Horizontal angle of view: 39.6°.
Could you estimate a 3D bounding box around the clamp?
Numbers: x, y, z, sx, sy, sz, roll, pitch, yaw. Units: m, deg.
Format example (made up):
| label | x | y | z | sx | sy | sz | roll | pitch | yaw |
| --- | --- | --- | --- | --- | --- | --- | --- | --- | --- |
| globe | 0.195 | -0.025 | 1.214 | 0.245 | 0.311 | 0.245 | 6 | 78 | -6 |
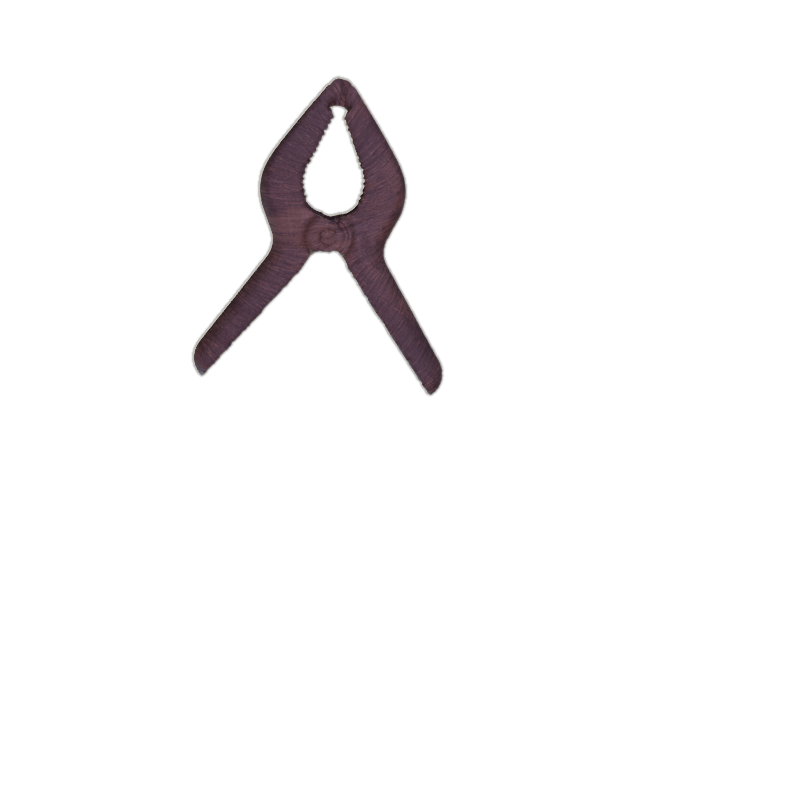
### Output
| label | x | y | z | sx | sy | sz | roll | pitch | yaw |
| --- | --- | --- | --- | --- | --- | --- | --- | --- | --- |
| clamp | -0.057 | -0.103 | 0.724 | 0.164 | 0.206 | 0.037 | -2 | 8 | 0 |
